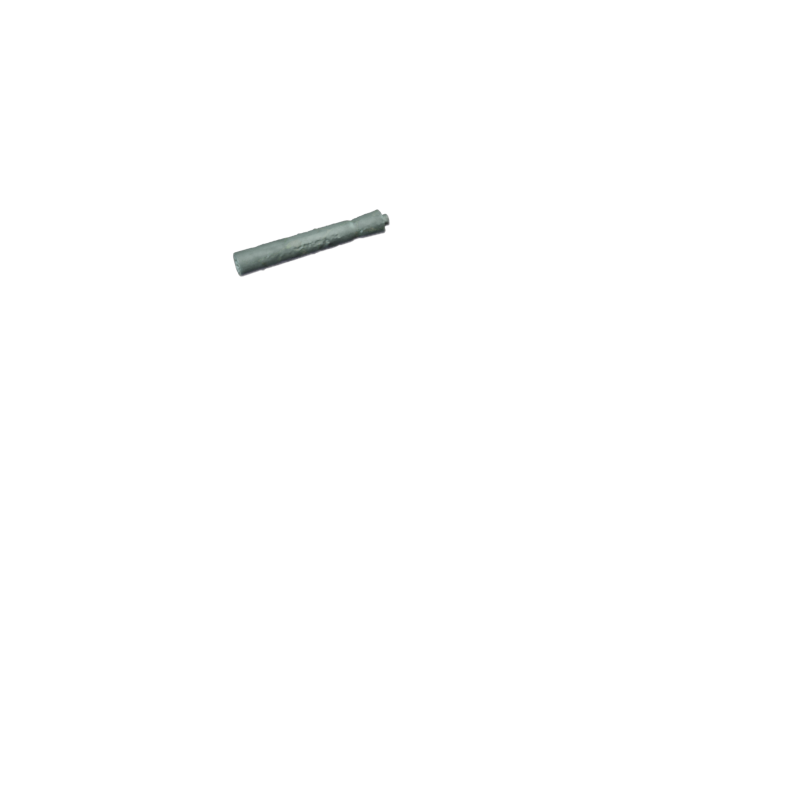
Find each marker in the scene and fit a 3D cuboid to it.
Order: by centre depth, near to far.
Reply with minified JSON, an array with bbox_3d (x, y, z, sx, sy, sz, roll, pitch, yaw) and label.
[{"bbox_3d":[-0.065,-0.118,0.828,0.120,0.019,0.020,-19,9,-12],"label":"marker"}]
